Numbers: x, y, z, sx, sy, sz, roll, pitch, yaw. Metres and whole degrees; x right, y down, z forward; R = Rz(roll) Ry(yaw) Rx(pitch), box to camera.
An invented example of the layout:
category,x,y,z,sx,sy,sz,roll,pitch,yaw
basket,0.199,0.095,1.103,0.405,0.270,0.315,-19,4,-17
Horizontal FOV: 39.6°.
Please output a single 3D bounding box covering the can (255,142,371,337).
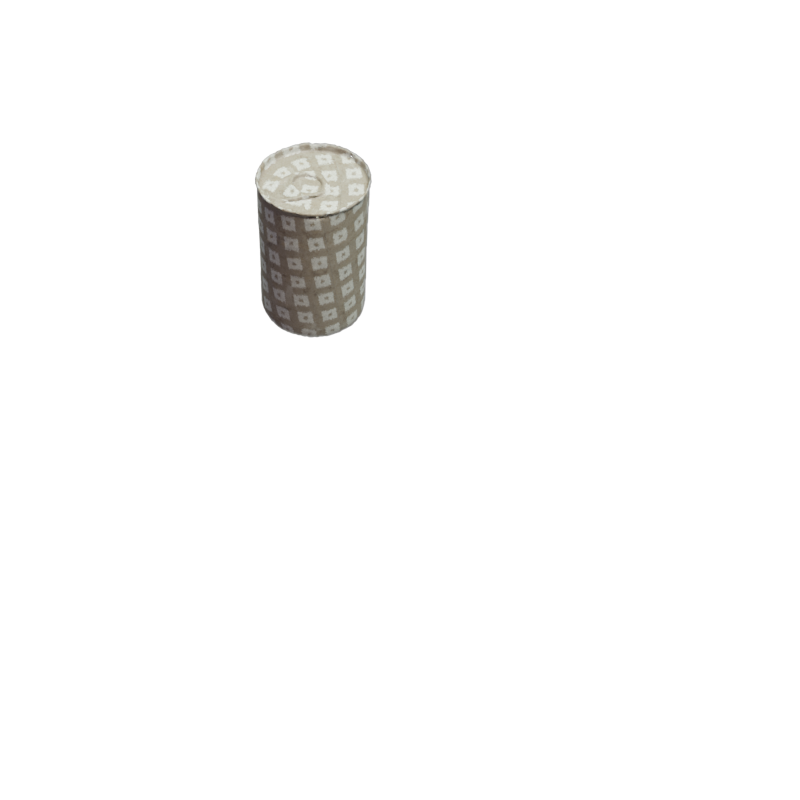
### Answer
category,x,y,z,sx,sy,sz,roll,pitch,yaw
can,-0.053,-0.097,0.679,0.068,0.074,0.095,0,-45,-3
